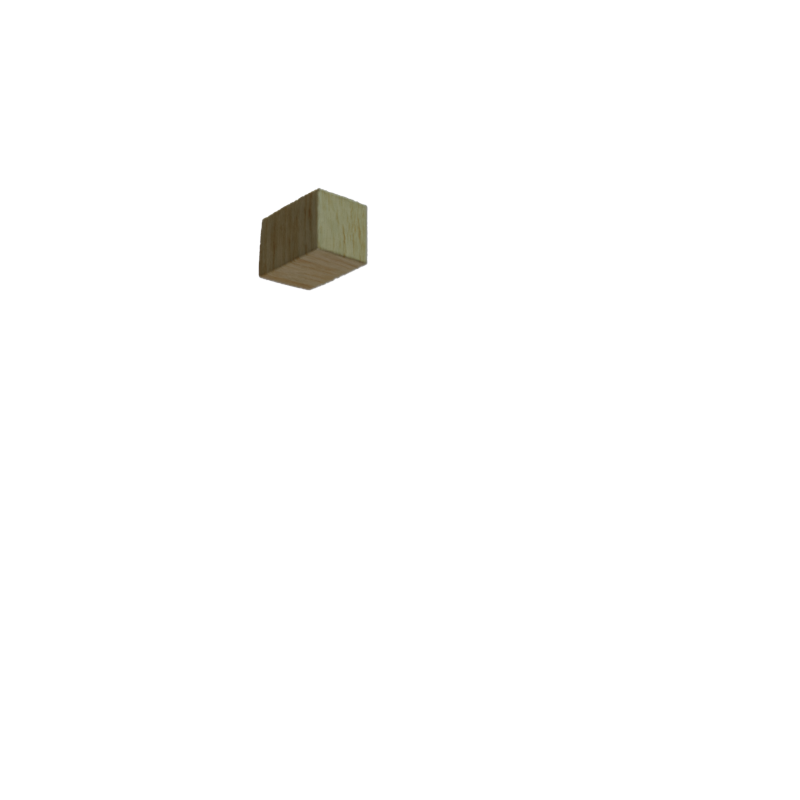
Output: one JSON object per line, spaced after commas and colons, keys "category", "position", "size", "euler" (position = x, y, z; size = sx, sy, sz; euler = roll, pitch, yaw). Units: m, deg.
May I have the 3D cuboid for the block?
{"category": "block", "position": [-0.069, -0.126, 0.882], "size": [0.050, 0.054, 0.079], "euler": [16, -24, -39]}
